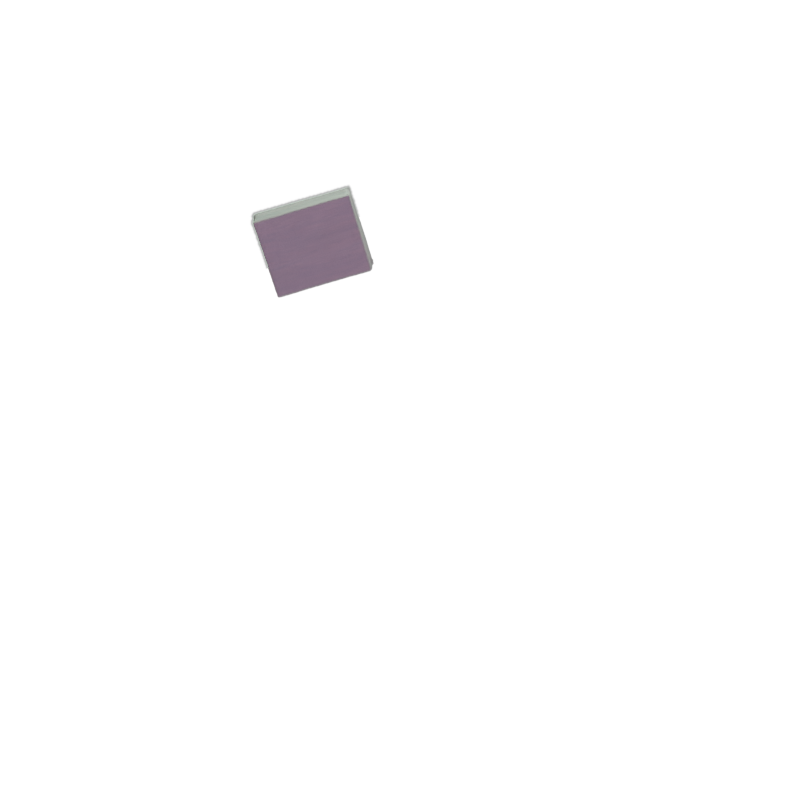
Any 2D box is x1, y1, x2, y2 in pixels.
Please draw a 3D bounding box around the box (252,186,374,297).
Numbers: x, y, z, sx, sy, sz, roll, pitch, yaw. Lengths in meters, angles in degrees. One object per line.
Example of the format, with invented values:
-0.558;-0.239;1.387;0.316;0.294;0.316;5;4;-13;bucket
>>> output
-0.075;-0.138;0.963;0.089;0.070;0.032;-16;20;5;box
